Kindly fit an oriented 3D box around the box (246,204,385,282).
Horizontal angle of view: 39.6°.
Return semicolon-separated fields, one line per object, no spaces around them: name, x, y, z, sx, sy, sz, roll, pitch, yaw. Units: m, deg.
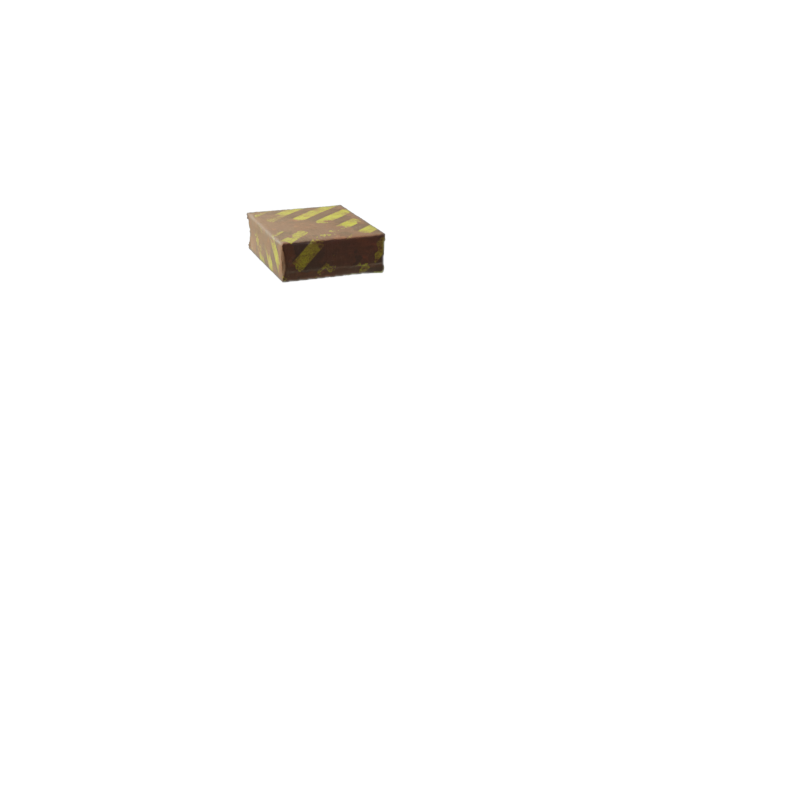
box;-0.074;-0.135;0.945;0.088;0.037;0.120;-7;21;-20
